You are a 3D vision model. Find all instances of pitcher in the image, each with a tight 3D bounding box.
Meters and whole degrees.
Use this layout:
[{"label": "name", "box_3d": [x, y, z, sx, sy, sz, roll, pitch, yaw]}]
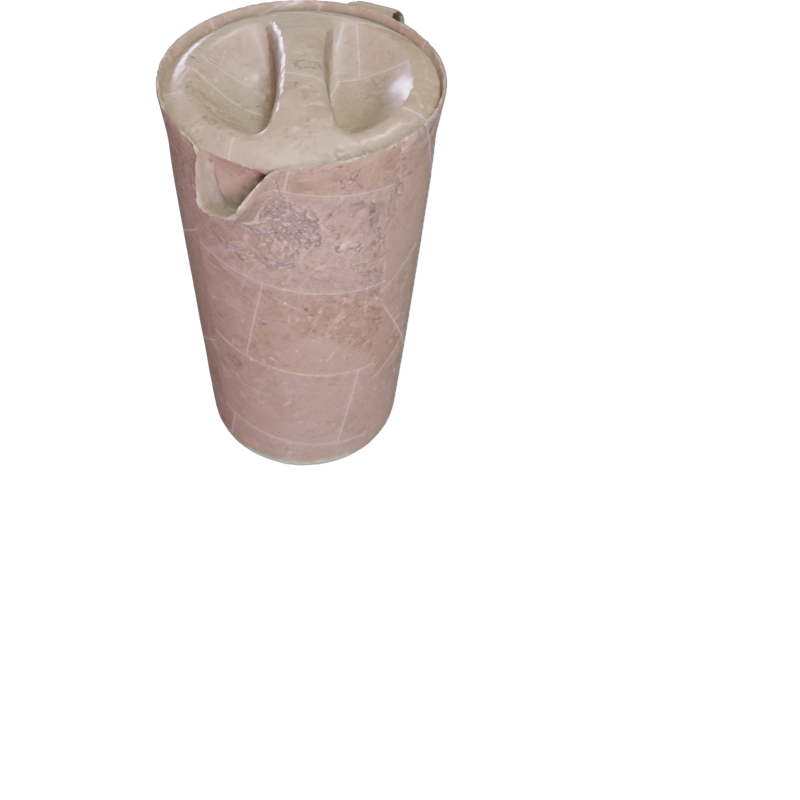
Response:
[{"label": "pitcher", "box_3d": [-0.046, -0.085, 0.592, 0.148, 0.157, 0.226, -15, -40, -16]}]
